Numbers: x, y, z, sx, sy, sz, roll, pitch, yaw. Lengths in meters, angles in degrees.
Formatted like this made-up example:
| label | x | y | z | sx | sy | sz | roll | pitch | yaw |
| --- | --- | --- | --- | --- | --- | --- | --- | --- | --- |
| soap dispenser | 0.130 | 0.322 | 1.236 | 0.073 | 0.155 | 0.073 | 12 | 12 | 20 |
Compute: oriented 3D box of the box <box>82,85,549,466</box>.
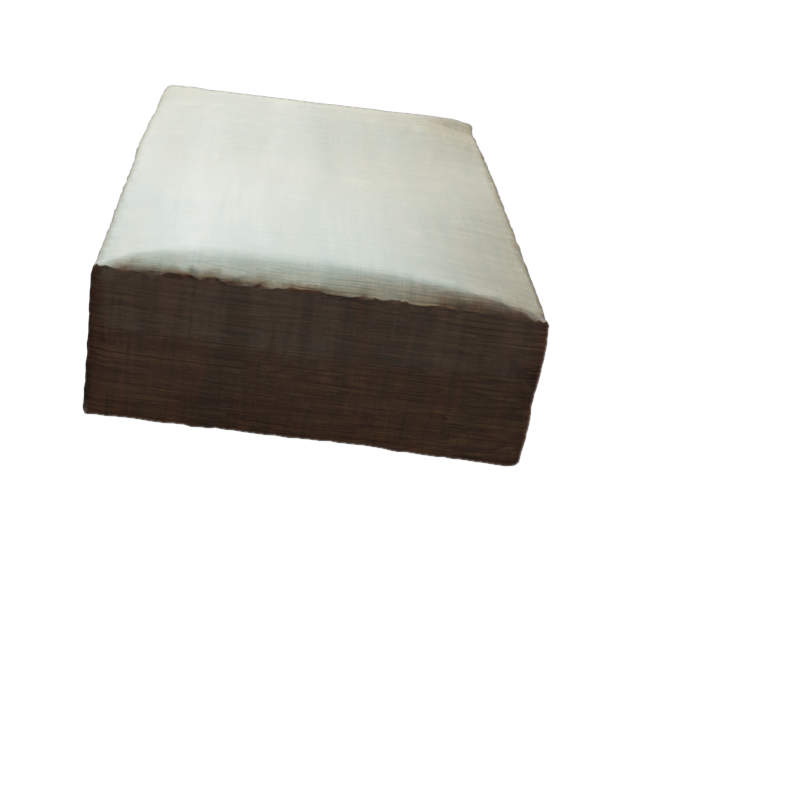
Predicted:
| label | x | y | z | sx | sy | sz | roll | pitch | yaw |
| --- | --- | --- | --- | --- | --- | --- | --- | --- | --- |
| box | -0.038 | -0.069 | 0.486 | 0.163 | 0.068 | 0.227 | 6 | 31 | -6 |
